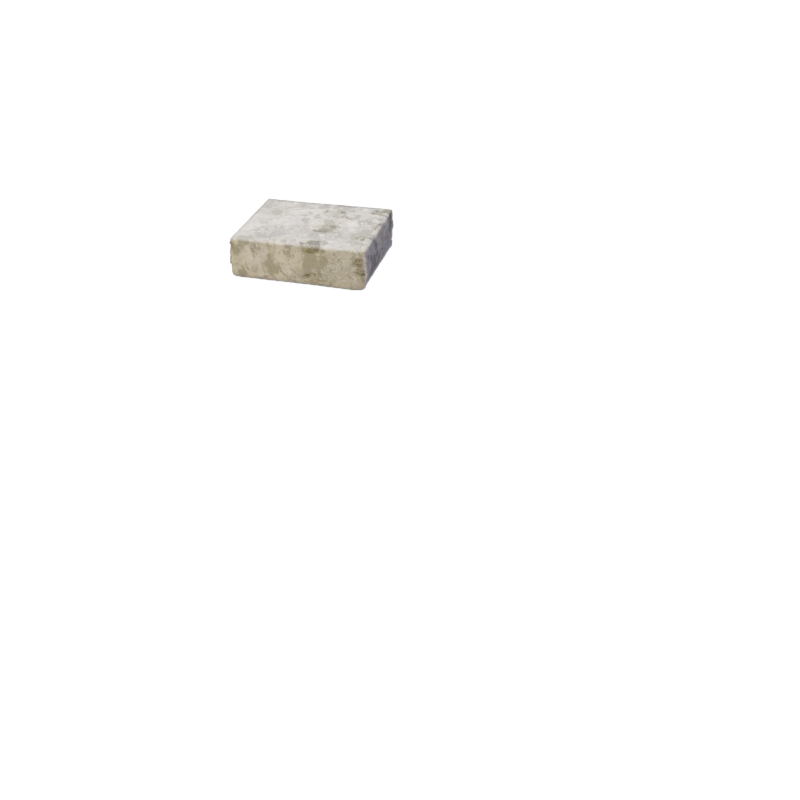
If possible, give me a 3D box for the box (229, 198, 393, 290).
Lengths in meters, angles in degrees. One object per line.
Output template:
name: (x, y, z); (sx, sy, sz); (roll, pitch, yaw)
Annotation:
box: (-0.070, -0.128, 0.899); (0.116, 0.037, 0.093); (8, 31, 14)
